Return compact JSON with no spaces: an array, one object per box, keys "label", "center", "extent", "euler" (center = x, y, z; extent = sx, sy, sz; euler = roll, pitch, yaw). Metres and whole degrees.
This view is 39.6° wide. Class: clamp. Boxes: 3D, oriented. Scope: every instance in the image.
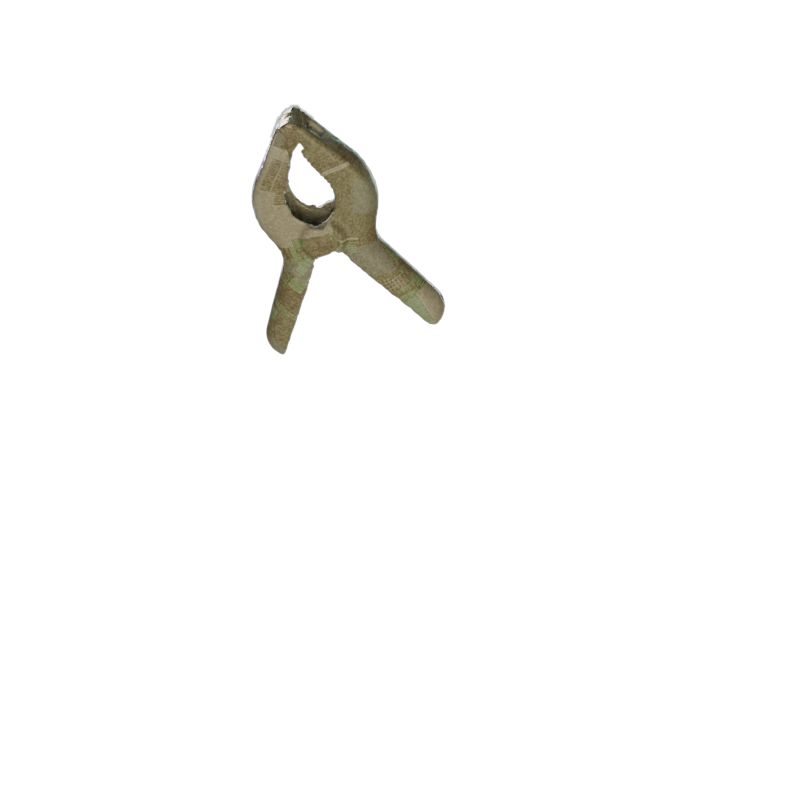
[{"label":"clamp","center":[-0.056,-0.101,0.710],"extent":[0.120,0.161,0.041],"euler":[-22,25,10]}]
